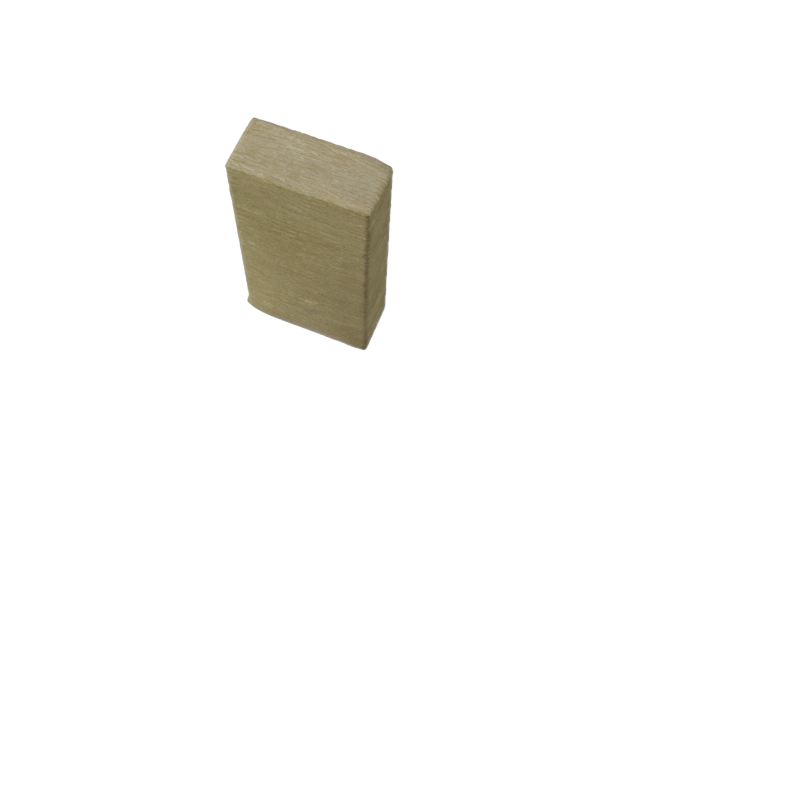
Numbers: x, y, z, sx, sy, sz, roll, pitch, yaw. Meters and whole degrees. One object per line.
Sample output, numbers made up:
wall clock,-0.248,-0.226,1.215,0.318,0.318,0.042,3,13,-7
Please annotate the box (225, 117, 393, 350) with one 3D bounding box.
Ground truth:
box,-0.055,-0.101,0.707,0.095,0.050,0.166,22,-26,8
